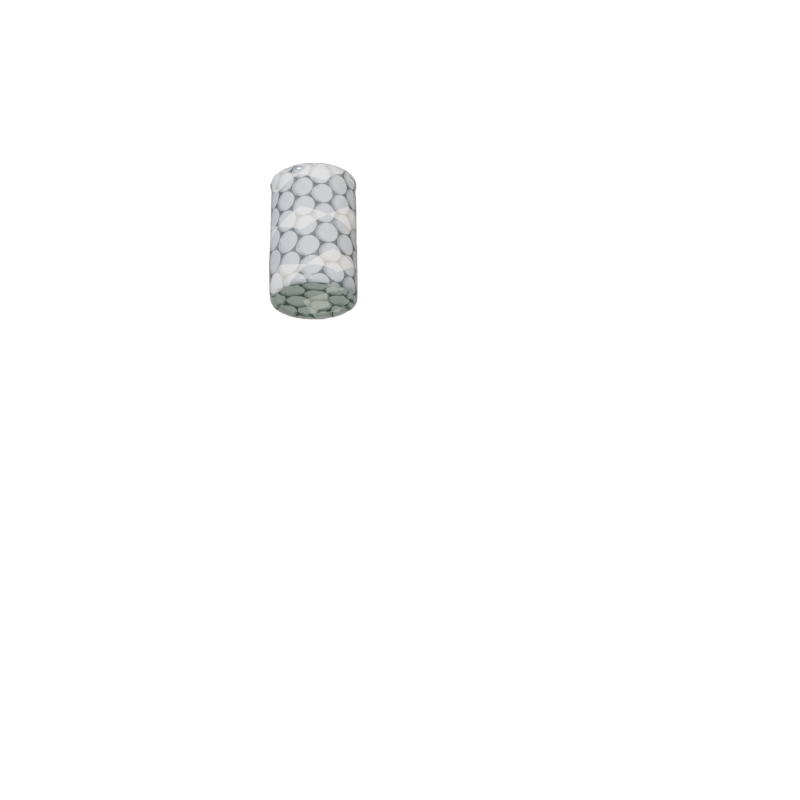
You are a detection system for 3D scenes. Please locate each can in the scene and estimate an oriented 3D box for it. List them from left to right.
[{"bbox_3d":[-0.067,-0.121,0.850,0.068,0.108,0.065,0,-26,-2],"label":"can"}]
